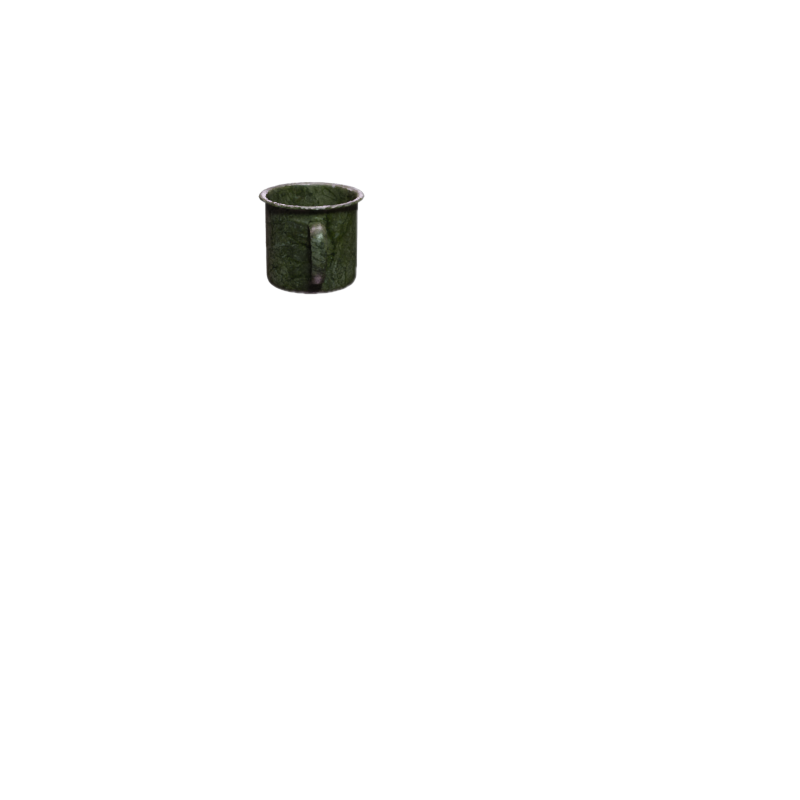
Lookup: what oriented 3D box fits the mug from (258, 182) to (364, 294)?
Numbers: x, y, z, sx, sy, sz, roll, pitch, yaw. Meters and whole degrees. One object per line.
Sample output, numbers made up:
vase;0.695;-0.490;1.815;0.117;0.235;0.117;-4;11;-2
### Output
mug;-0.076;-0.139;0.977;0.092;0.078;0.124;-3;22;-10
